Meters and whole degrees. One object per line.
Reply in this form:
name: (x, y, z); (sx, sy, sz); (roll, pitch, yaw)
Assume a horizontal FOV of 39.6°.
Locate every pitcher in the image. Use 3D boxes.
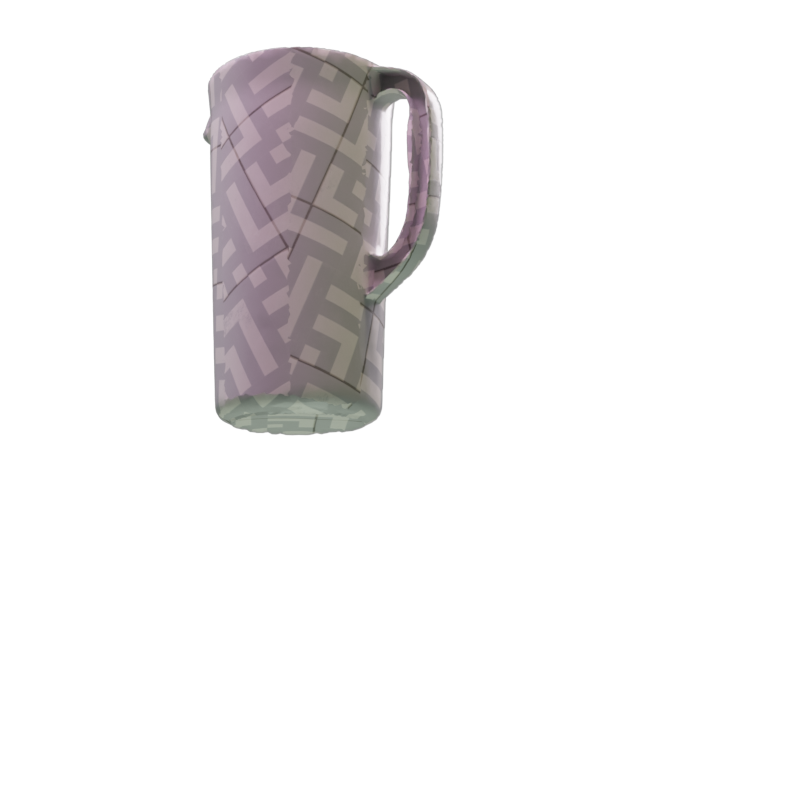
pitcher: (-0.058, -0.106, 0.741); (0.142, 0.253, 0.146); (3, -16, -15)
